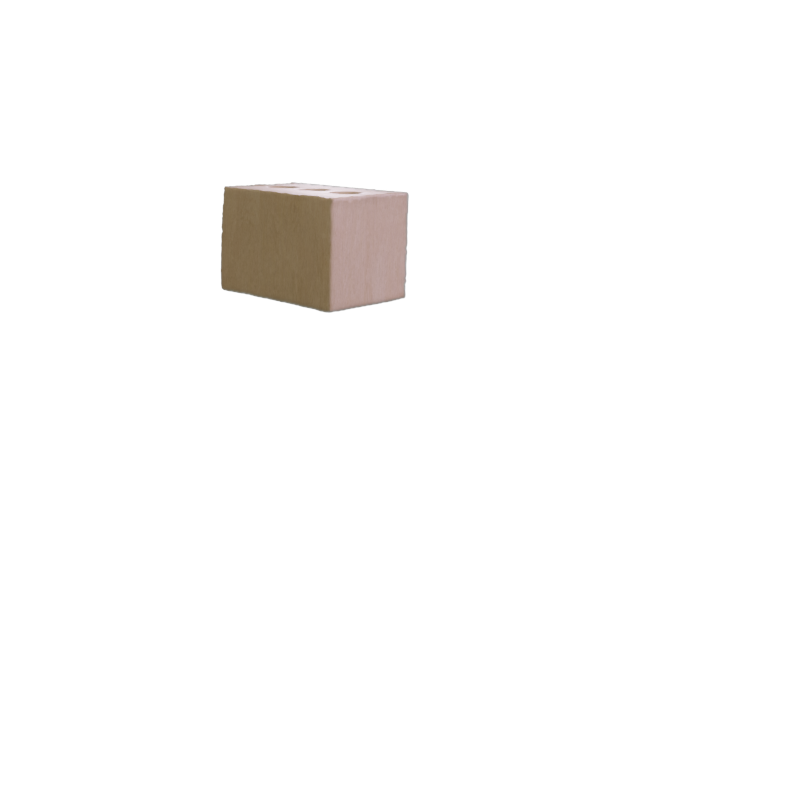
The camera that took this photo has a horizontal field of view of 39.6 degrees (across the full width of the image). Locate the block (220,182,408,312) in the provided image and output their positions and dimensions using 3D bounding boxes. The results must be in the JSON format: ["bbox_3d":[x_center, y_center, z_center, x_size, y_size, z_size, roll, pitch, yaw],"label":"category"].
[{"bbox_3d":[-0.041,-0.075,0.525,0.082,0.050,0.051,13,18,43],"label":"block"}]
